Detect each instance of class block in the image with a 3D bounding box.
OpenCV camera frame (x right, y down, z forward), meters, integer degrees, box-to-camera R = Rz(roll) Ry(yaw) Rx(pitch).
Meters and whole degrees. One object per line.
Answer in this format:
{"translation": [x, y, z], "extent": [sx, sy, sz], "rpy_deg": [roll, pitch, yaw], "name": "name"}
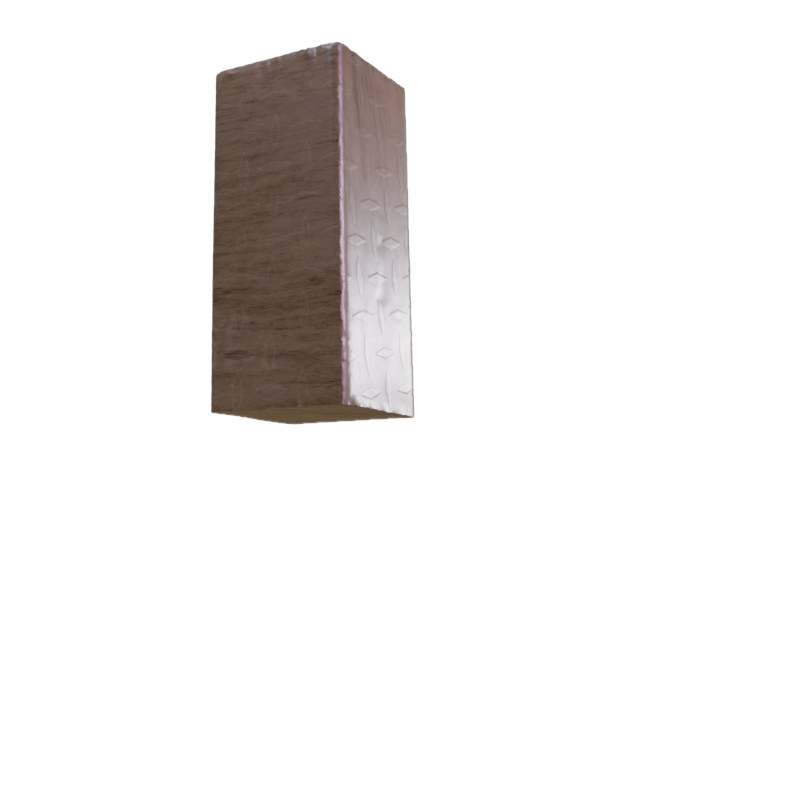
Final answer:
{"translation": [-0.052, -0.095, 0.663], "extent": [0.093, 0.213, 0.085], "rpy_deg": [-8, -15, 28], "name": "block"}
